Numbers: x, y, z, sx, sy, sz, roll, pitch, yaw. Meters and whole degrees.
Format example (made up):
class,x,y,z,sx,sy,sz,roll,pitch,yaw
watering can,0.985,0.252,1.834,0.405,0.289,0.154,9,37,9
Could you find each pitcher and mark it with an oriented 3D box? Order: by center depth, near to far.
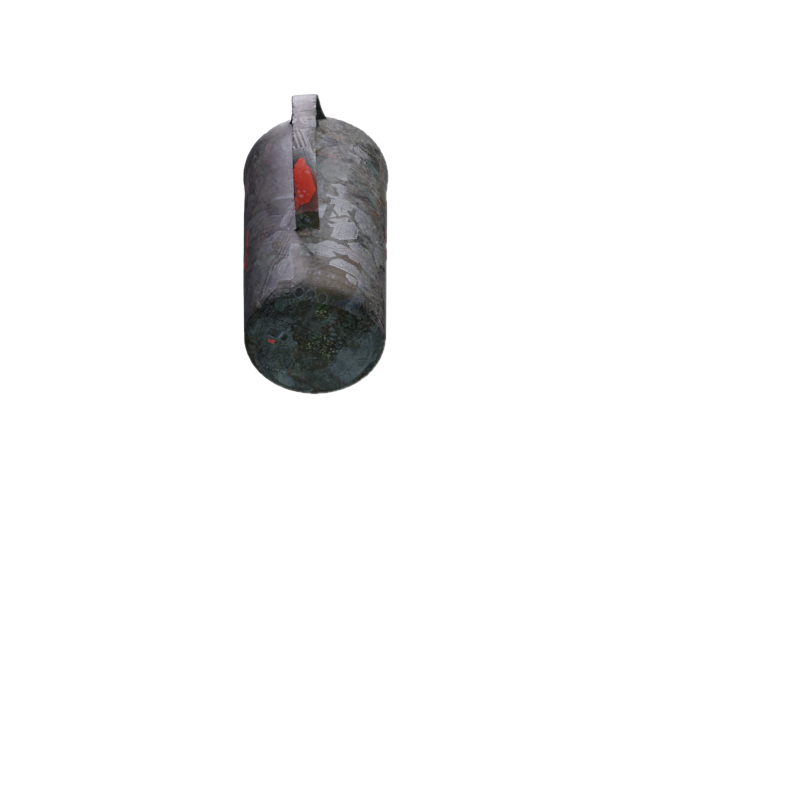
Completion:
class,x,y,z,sx,sy,sz,roll,pitch,yaw
pitcher,-0.072,-0.132,0.921,0.141,0.260,0.143,34,-59,-27
